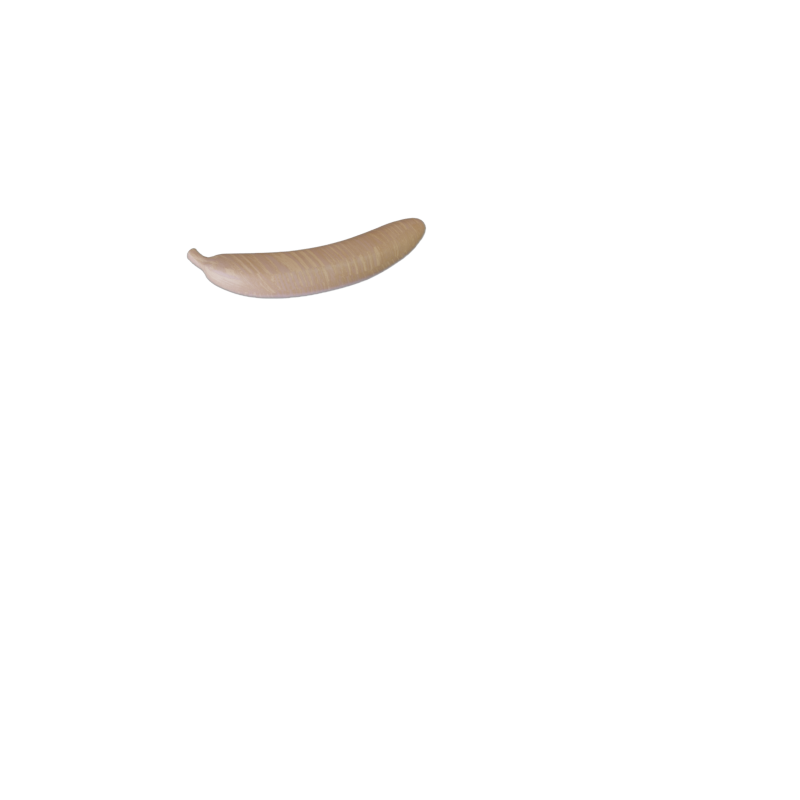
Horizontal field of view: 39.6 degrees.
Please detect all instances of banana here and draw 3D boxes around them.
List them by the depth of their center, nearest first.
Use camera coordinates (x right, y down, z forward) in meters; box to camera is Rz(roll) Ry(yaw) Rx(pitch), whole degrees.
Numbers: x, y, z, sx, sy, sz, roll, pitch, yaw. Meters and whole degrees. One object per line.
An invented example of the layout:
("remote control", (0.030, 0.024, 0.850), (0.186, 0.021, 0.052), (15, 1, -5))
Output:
("banana", (-0.070, -0.113, 0.887), (0.196, 0.075, 0.034), (-7, -40, -6))
